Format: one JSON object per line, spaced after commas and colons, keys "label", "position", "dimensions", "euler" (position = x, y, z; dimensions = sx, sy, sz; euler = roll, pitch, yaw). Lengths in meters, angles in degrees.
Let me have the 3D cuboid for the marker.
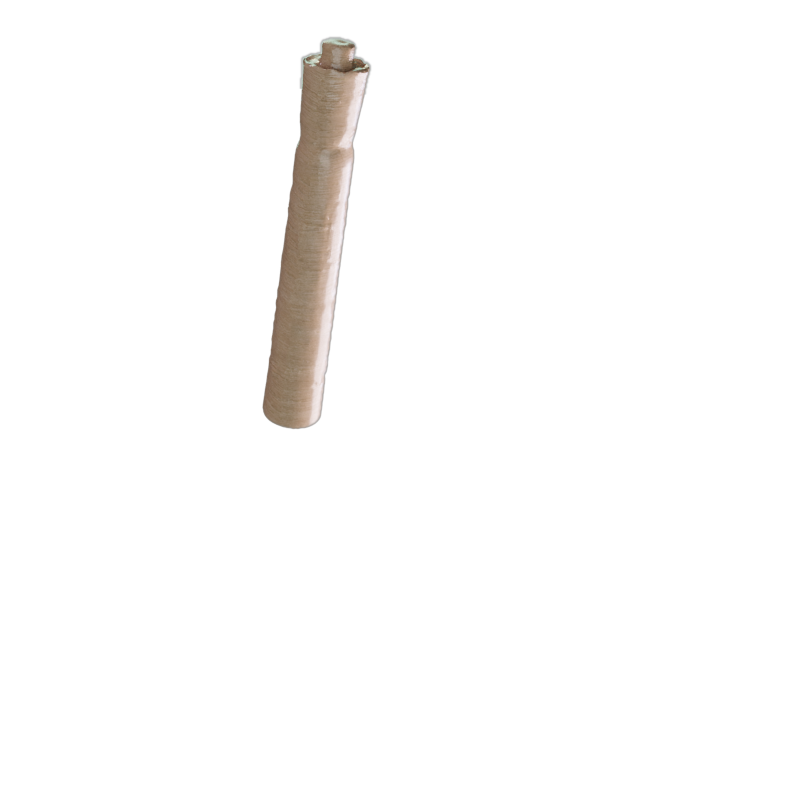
{"label": "marker", "position": [-0.026, -0.047, 0.327], "dimensions": [0.020, 0.115, 0.021], "euler": [7, 26, -6]}
